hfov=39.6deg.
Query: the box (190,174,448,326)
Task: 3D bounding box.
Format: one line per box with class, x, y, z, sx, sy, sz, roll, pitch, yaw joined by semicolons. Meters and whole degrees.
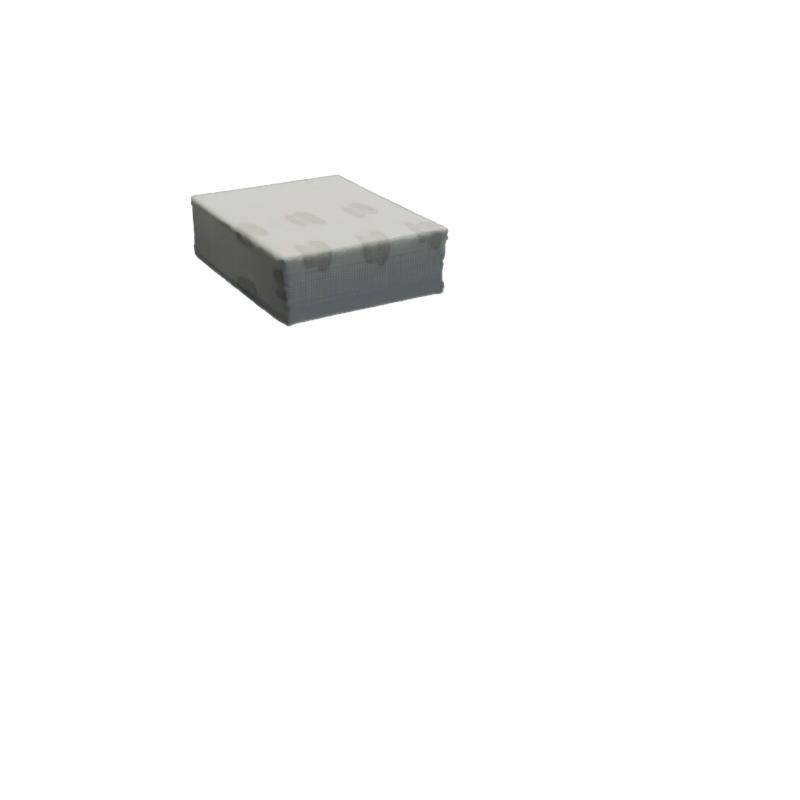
box;-0.044;-0.080;0.560;0.088;0.037;0.122;-15;31;-26
